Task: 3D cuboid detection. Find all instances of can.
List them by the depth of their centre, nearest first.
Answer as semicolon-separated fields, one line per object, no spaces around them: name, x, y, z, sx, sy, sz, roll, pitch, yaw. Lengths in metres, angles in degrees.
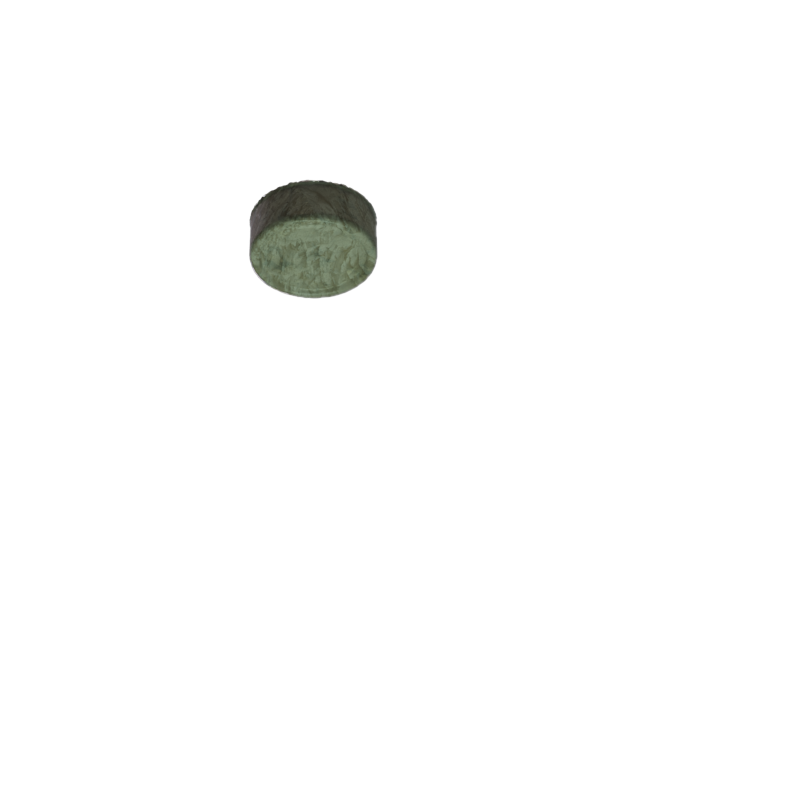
can;-0.058;-0.105;0.735;0.086;0.036;0.080;1;-35;-2
